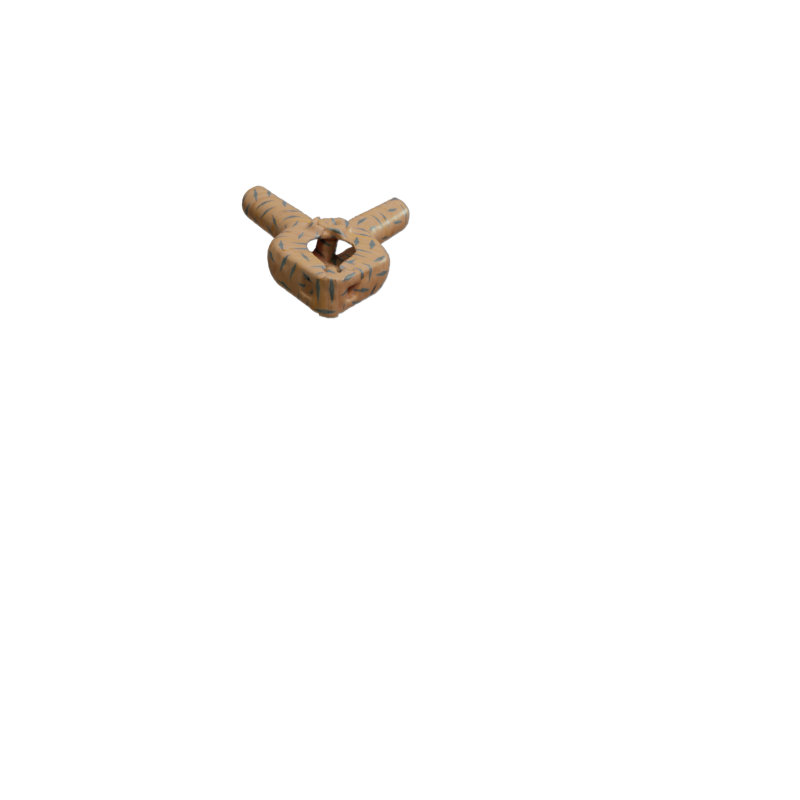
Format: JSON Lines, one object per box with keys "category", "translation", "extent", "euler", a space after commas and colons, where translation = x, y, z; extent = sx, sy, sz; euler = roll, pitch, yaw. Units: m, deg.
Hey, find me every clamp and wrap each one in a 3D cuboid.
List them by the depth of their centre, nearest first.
{"category": "clamp", "translation": [-0.058, -0.106, 0.742], "extent": [0.121, 0.037, 0.179], "euler": [2, 26, 5]}
